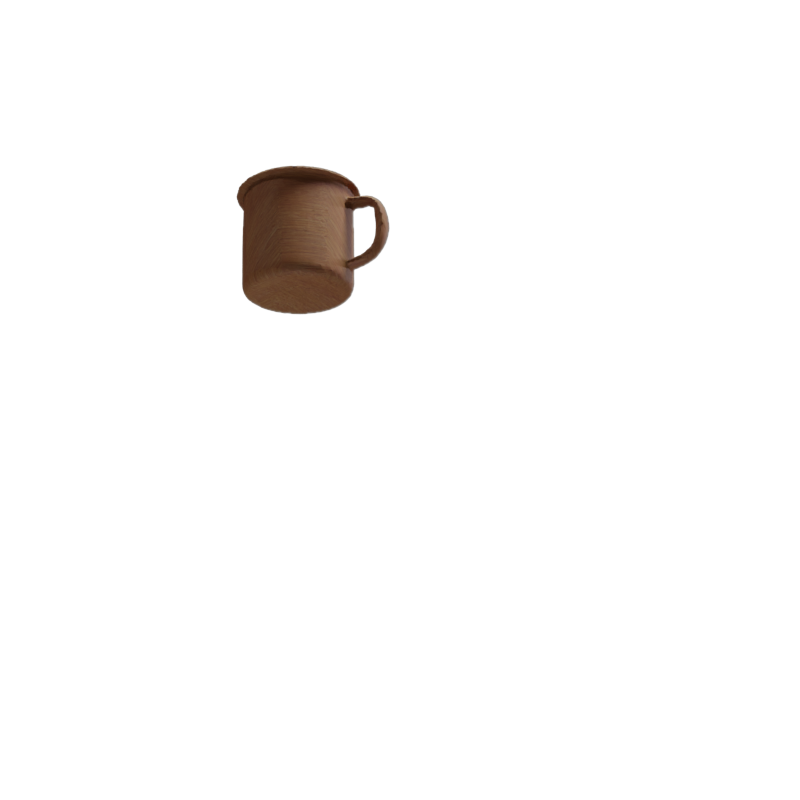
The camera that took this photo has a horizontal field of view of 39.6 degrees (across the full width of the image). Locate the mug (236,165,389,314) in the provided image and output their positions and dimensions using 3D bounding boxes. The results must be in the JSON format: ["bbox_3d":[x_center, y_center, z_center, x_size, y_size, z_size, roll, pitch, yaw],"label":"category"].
[{"bbox_3d":[-0.064,-0.116,0.812,0.119,0.086,0.087,-8,-24,18],"label":"mug"}]
